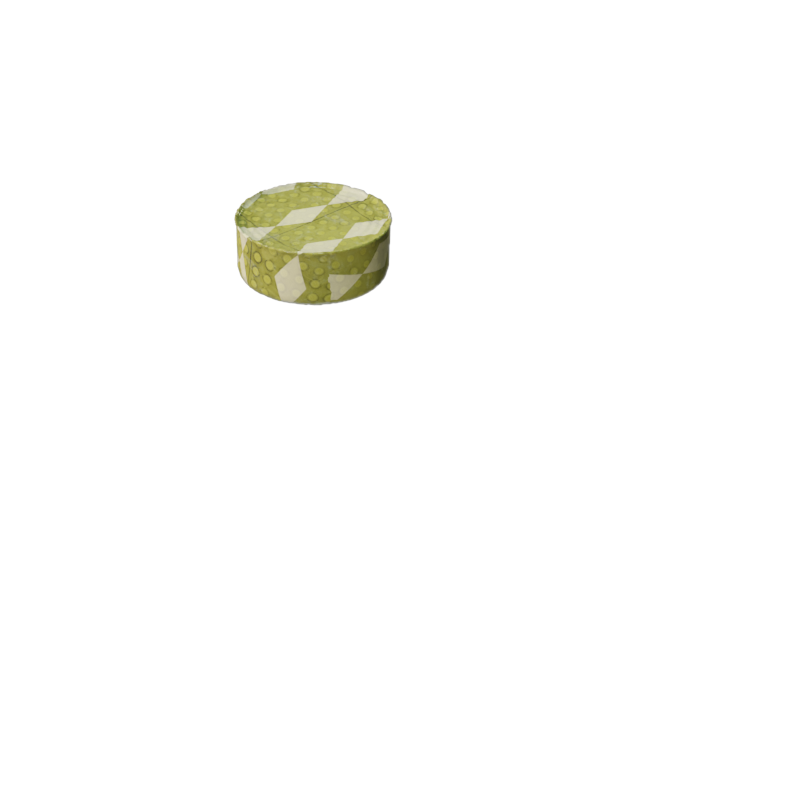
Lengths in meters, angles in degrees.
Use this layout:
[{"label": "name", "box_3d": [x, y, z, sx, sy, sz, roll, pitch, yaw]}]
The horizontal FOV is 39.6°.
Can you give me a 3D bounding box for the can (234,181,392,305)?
[{"label": "can", "box_3d": [-0.048, -0.087, 0.611, 0.086, 0.031, 0.091, -1, 34, -2]}]
